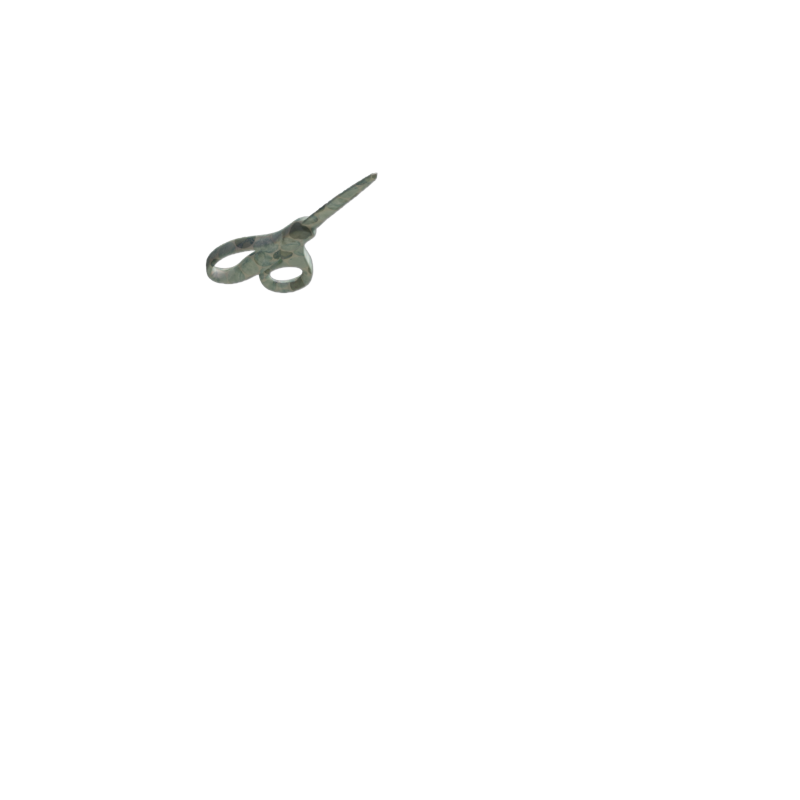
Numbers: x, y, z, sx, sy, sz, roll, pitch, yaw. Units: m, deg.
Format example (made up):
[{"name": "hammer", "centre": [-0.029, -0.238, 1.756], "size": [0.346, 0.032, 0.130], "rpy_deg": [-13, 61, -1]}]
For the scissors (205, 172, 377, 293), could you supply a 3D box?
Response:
[{"name": "scissors", "centre": [-0.068, -0.125, 0.873], "size": [0.204, 0.017, 0.090], "rpy_deg": [-17, -27, 36]}]
